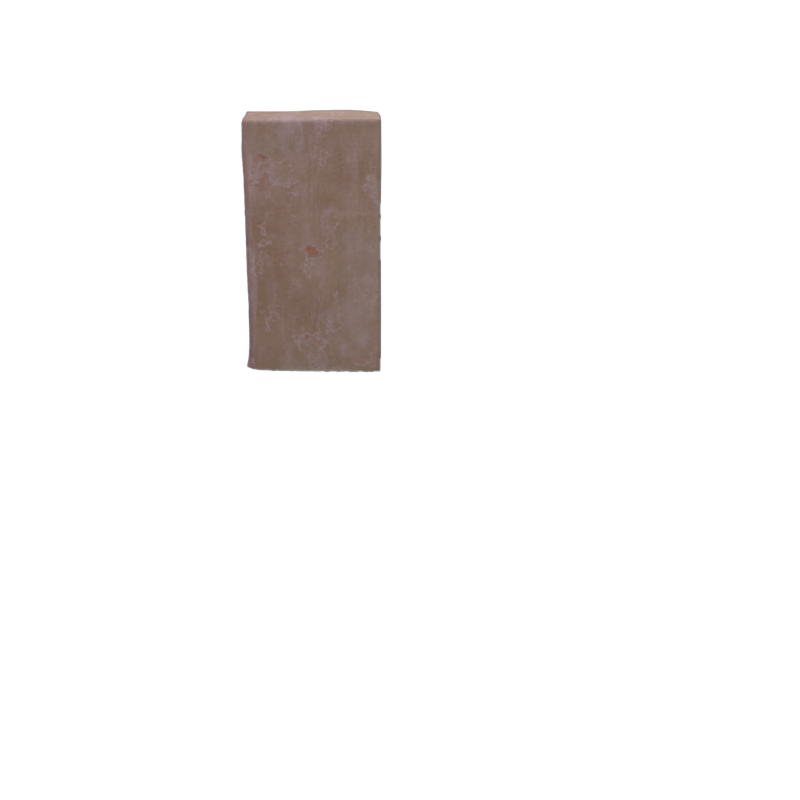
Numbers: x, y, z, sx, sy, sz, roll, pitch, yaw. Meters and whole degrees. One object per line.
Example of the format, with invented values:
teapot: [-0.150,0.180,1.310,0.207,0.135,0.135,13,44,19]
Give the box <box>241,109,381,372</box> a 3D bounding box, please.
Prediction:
box: [-0.059,-0.108,0.754,0.093,0.170,0.050,1,14,0]
